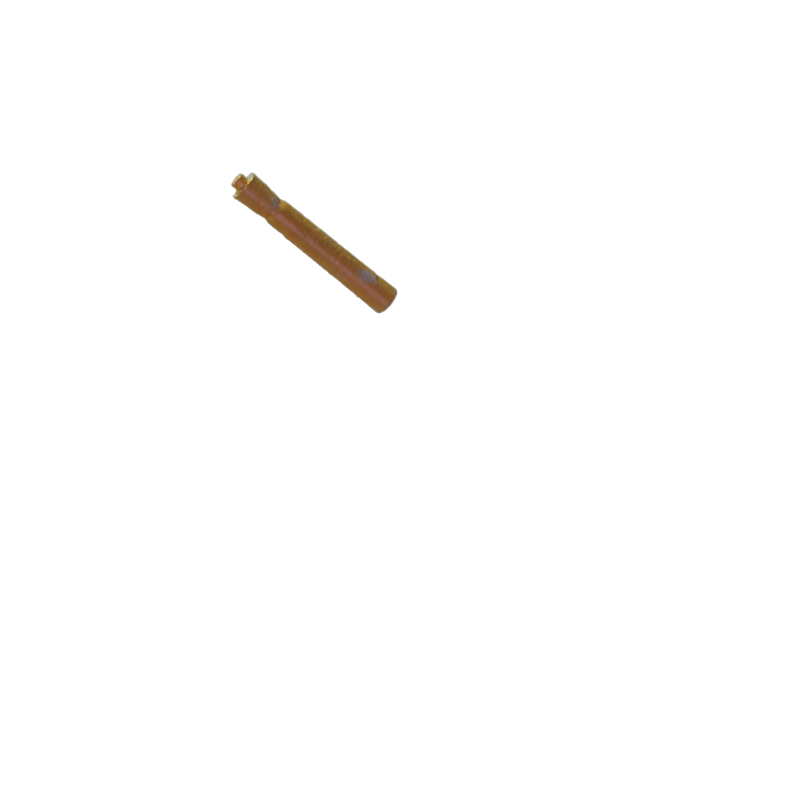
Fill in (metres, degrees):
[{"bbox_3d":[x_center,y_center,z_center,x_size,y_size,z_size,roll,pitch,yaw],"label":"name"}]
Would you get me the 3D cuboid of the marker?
[{"bbox_3d":[-0.052,-0.094,0.661,0.116,0.020,0.020,38,-10,-16],"label":"marker"}]
